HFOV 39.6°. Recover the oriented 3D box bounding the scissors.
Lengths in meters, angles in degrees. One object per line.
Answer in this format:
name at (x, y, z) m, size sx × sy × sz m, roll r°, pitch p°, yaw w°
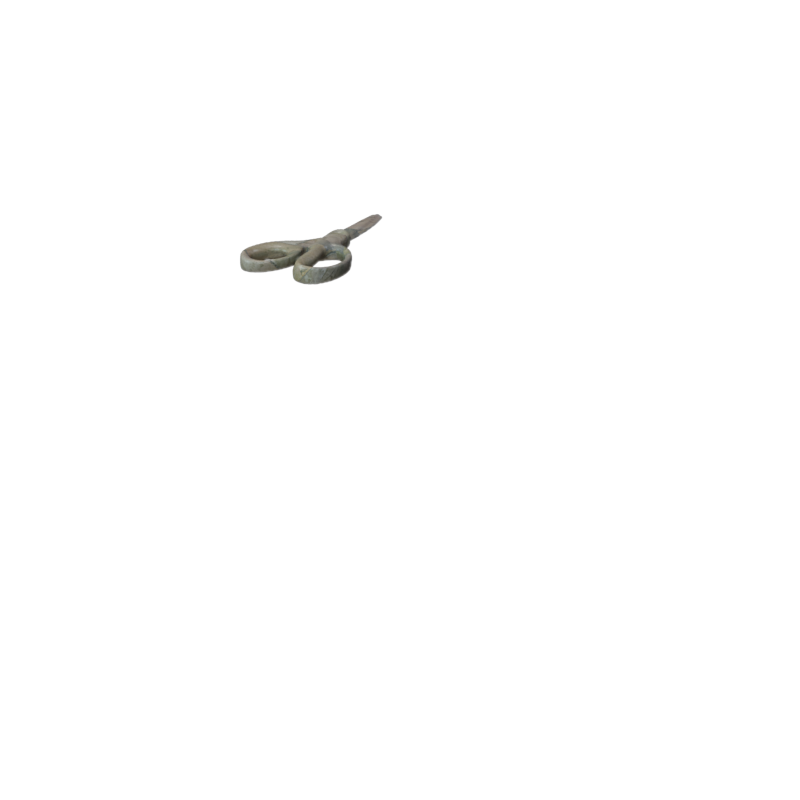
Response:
scissors at (-0.071, -0.130, 0.913) m, size 0.097 × 0.015 × 0.208 m, roll 2°, pitch 22°, yaw 5°
